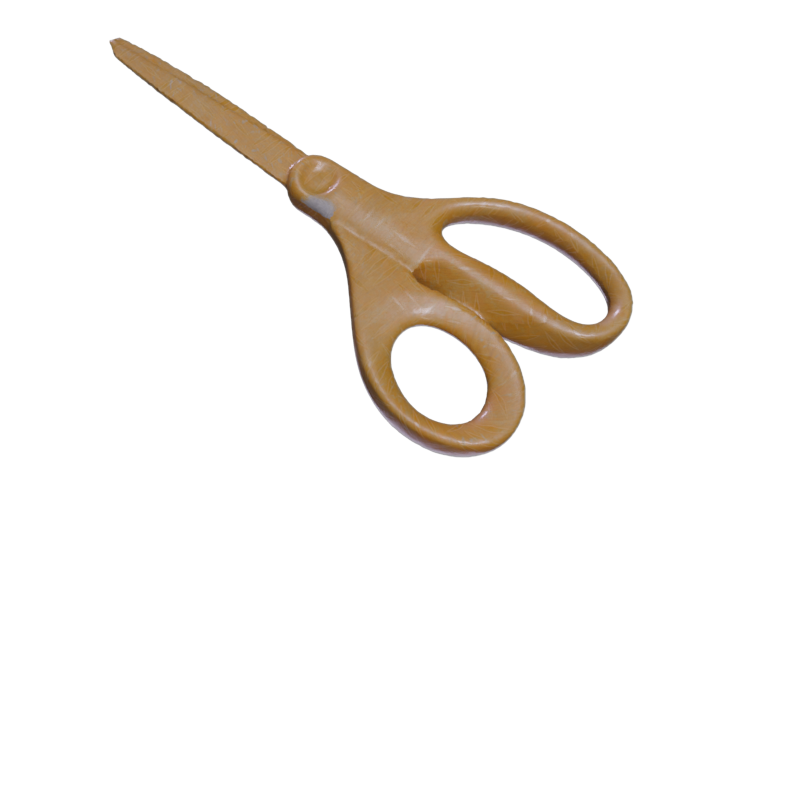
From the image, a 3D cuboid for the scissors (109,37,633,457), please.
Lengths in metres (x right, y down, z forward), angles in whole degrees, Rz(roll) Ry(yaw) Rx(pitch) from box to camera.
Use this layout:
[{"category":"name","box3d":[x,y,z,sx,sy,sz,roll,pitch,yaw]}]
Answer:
[{"category":"scissors","box3d":[-0.028,-0.051,0.359,0.207,0.100,0.015,22,-26,11]}]
